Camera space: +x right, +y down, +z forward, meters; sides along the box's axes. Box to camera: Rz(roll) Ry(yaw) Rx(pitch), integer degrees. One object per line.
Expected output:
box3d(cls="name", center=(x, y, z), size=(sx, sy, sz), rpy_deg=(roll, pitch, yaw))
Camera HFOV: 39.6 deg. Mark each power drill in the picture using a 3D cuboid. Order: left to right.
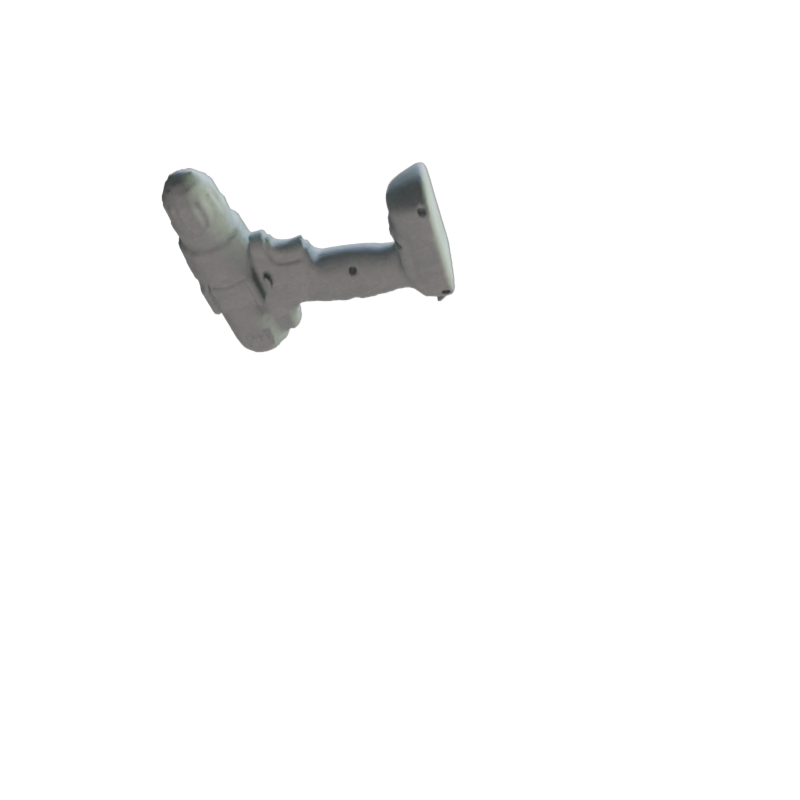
box3d(cls="power drill", center=(-0.063, -0.116, 0.810), size=(0.189, 0.061, 0.170), rpy_deg=(-10, -38, 12))
